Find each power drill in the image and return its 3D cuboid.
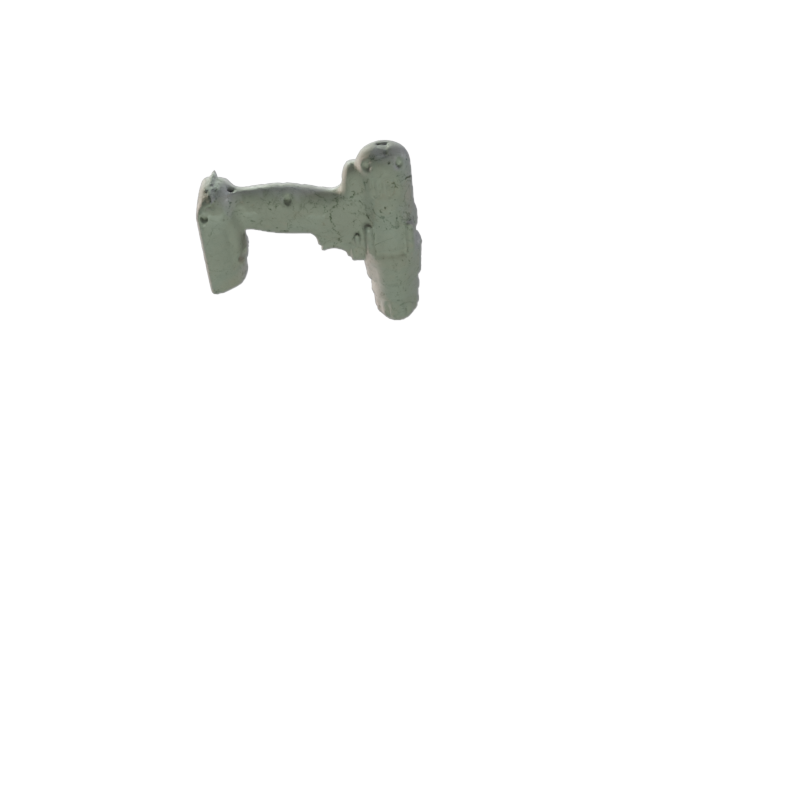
[{"bbox_3d":[-0.075,-0.138,0.964,0.188,0.171,0.061,-4,40,3],"label":"power drill"}]
